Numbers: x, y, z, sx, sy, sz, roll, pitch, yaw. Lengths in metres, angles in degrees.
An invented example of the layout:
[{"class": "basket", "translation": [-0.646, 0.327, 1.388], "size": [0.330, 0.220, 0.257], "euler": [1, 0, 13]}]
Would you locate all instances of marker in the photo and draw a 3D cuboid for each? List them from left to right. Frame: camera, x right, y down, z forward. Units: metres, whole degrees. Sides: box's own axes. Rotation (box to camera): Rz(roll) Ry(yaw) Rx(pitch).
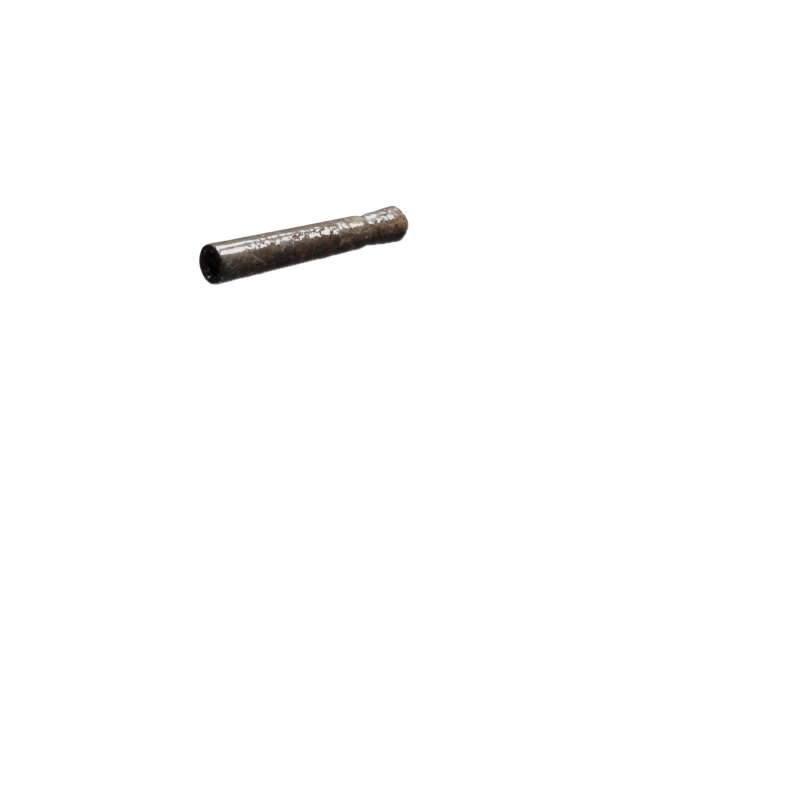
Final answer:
[{"class": "marker", "translation": [-0.042, -0.076, 0.531], "size": [0.119, 0.019, 0.021], "euler": [-20, 16, -39]}]
